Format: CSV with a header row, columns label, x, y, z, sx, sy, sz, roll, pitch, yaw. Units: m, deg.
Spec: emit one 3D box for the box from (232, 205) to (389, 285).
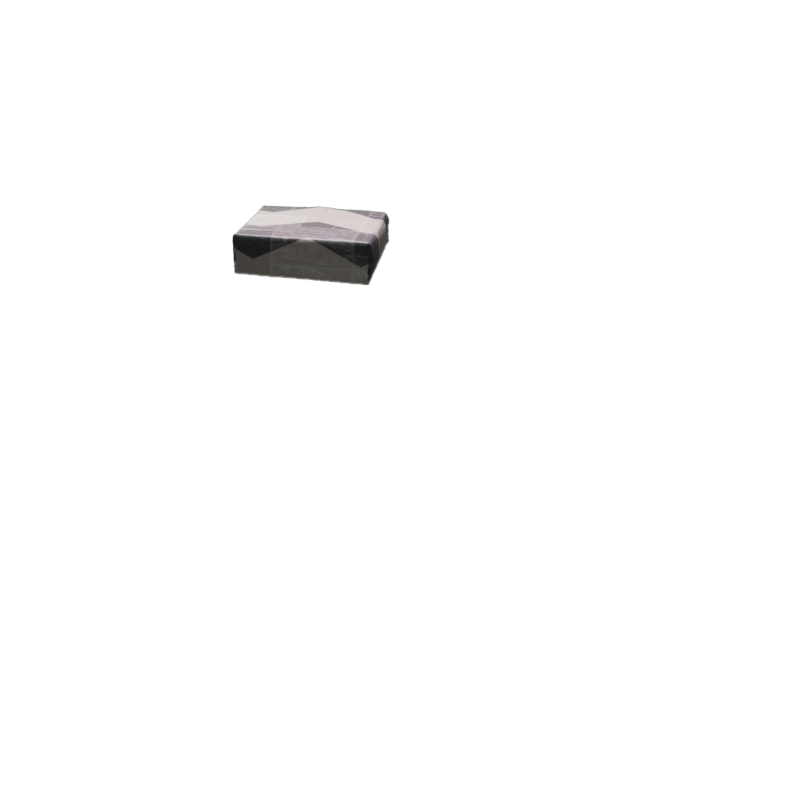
label,x,y,z,sx,sy,sz,roll,pitch,yaw
box,-0.056,-0.102,0.717,0.091,0.029,0.075,4,24,10
